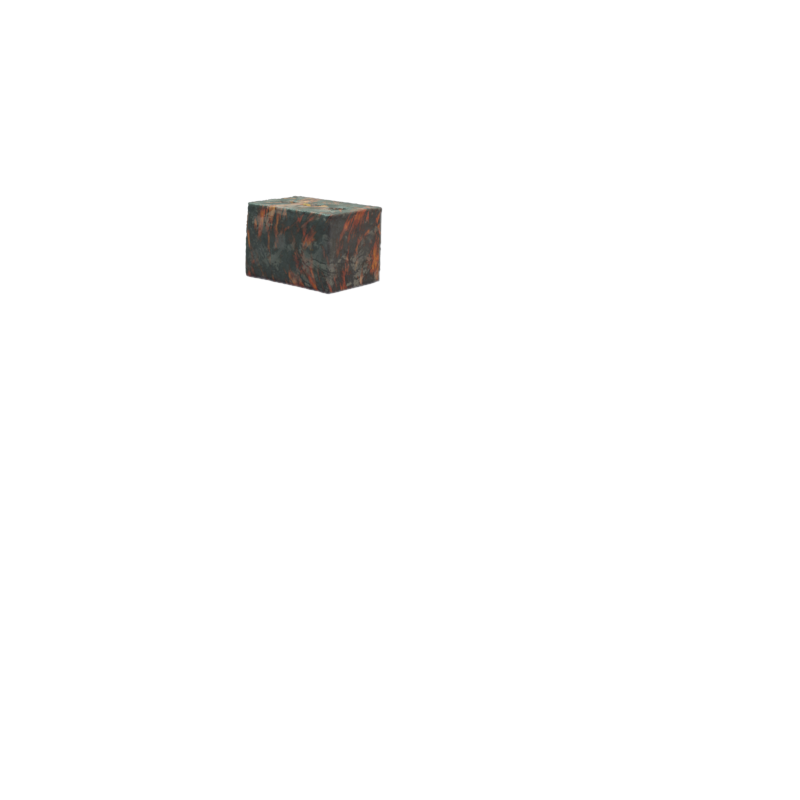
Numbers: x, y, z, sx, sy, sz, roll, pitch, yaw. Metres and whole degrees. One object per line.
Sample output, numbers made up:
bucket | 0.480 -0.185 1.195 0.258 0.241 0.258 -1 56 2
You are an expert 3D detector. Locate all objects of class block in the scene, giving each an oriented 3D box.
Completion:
block | -0.057 -0.104 0.732 0.082 0.050 0.052 14 20 39
